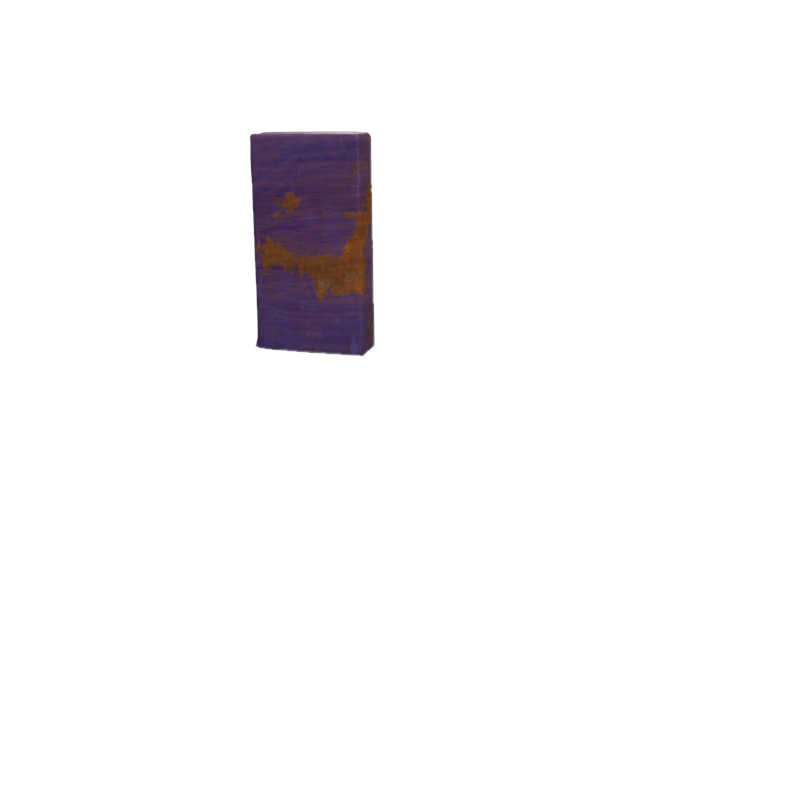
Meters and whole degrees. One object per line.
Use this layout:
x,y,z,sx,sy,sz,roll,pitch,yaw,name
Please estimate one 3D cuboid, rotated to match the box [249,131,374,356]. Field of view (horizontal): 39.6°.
-0.070,-0.127,0.892,0.095,0.173,0.048,3,7,16,box
